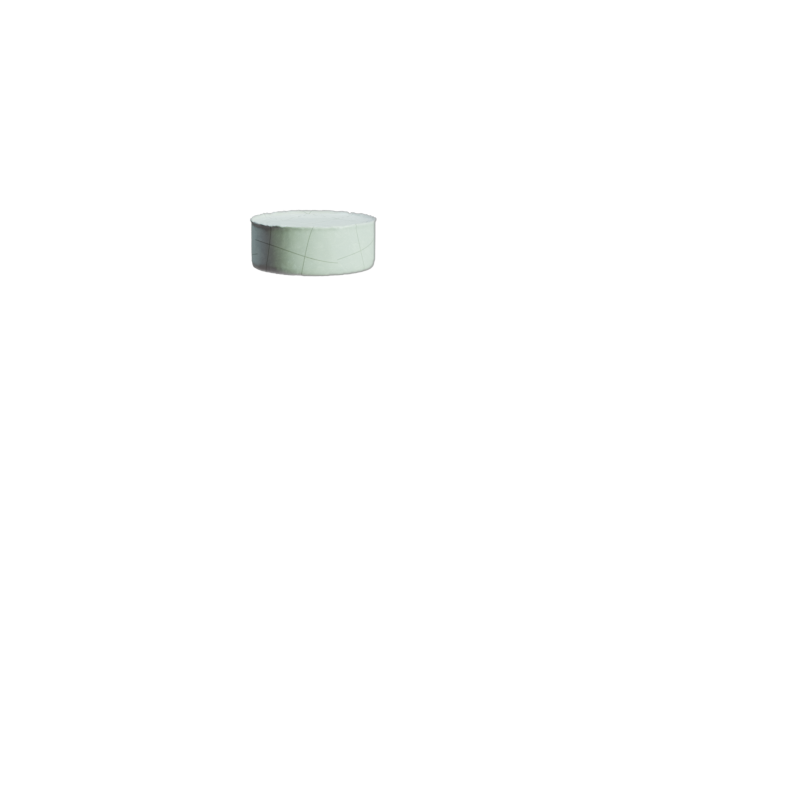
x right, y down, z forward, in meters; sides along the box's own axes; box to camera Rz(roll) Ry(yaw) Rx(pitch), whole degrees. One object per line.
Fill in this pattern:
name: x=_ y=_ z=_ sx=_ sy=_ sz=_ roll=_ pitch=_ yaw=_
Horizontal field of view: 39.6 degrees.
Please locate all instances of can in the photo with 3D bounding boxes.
can: x=-0.059 y=-0.108 z=0.754 sx=0.086 sy=0.033 sz=0.089 roll=0 pitch=16 yaw=-2
